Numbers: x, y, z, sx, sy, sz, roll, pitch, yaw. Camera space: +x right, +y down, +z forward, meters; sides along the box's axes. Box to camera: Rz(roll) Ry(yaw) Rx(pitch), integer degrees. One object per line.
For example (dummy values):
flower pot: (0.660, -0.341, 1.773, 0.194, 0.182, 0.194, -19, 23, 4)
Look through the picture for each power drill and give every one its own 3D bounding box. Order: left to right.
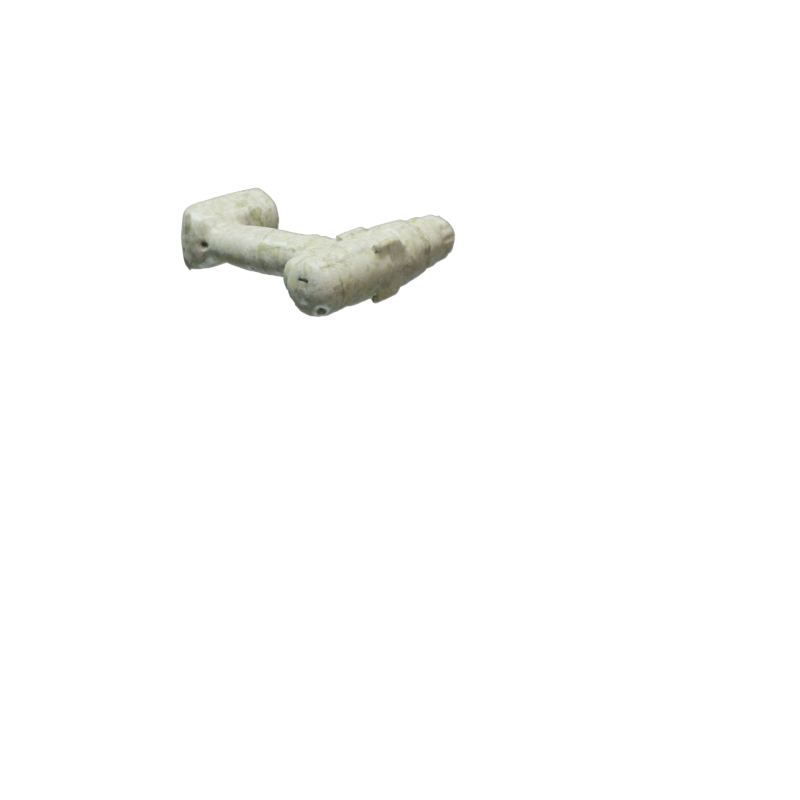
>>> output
power drill: (-0.071, -0.130, 0.907, 0.198, 0.055, 0.183, 17, 28, 35)
